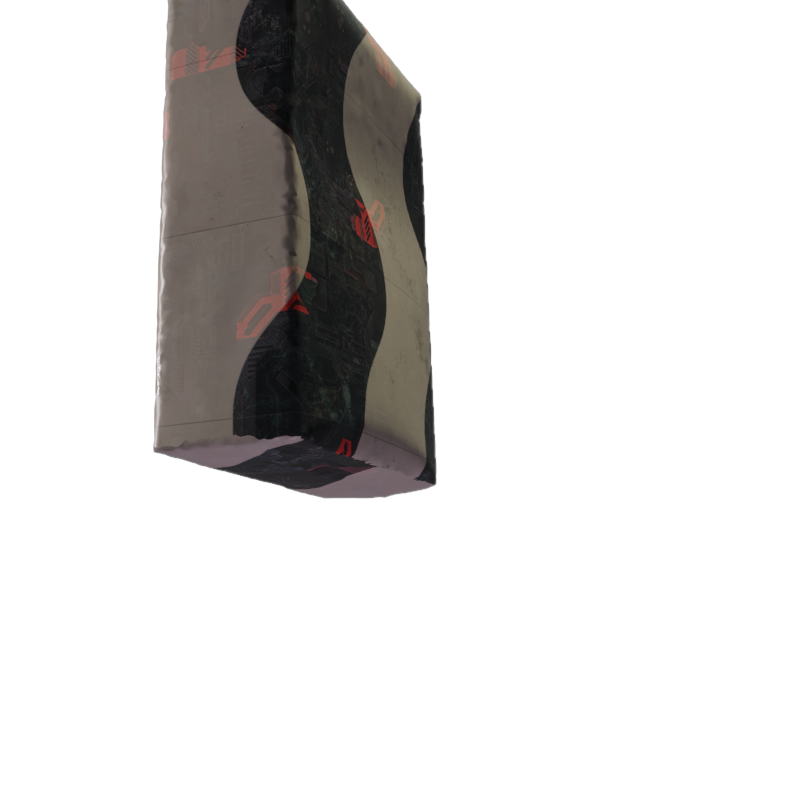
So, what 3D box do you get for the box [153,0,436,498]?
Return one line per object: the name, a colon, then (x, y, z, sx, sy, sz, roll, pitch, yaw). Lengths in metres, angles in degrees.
box: (-0.040, -0.072, 0.506, 0.073, 0.223, 0.154, -8, -18, 20)
